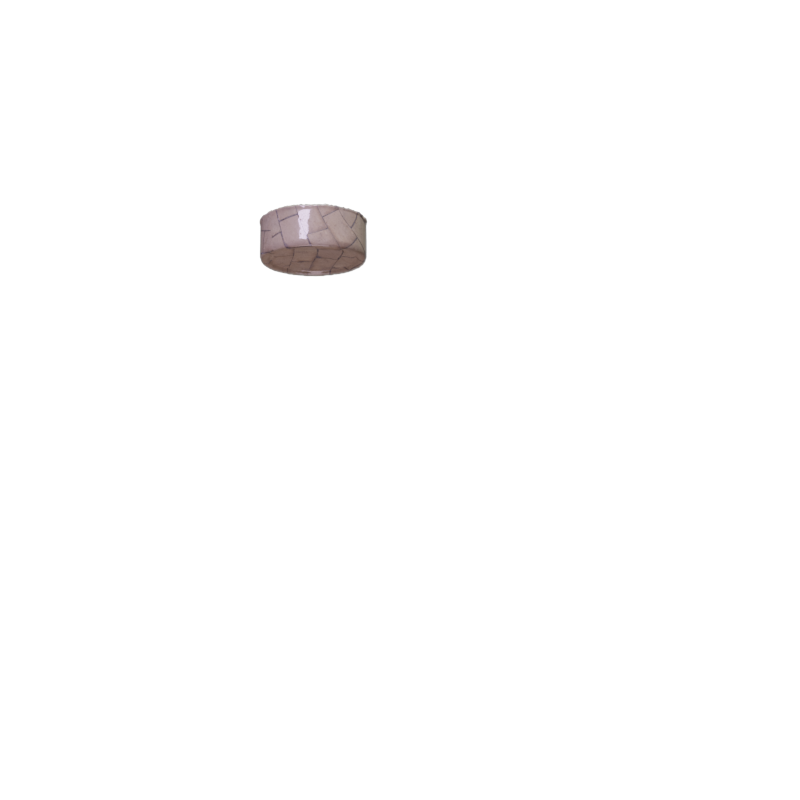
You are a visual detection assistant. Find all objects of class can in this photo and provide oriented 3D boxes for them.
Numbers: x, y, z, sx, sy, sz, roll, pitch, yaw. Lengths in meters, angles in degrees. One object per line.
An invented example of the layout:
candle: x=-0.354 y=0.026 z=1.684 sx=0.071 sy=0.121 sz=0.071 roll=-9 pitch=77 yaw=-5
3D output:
can: x=-0.069 y=-0.125 z=0.879 sx=0.086 sy=0.035 sz=0.083 roll=0 pitch=-12 yaw=-2
